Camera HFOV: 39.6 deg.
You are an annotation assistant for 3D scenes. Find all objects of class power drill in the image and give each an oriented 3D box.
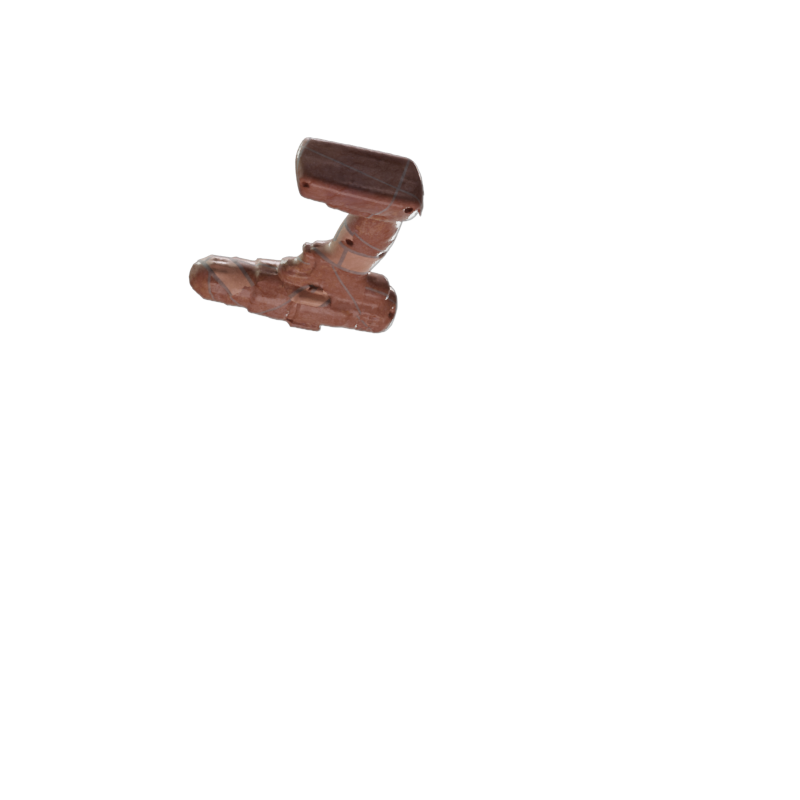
[{"bbox_3d":[-0.072,-0.131,0.920,0.181,0.061,0.179,10,-37,-14],"label":"power drill"}]
